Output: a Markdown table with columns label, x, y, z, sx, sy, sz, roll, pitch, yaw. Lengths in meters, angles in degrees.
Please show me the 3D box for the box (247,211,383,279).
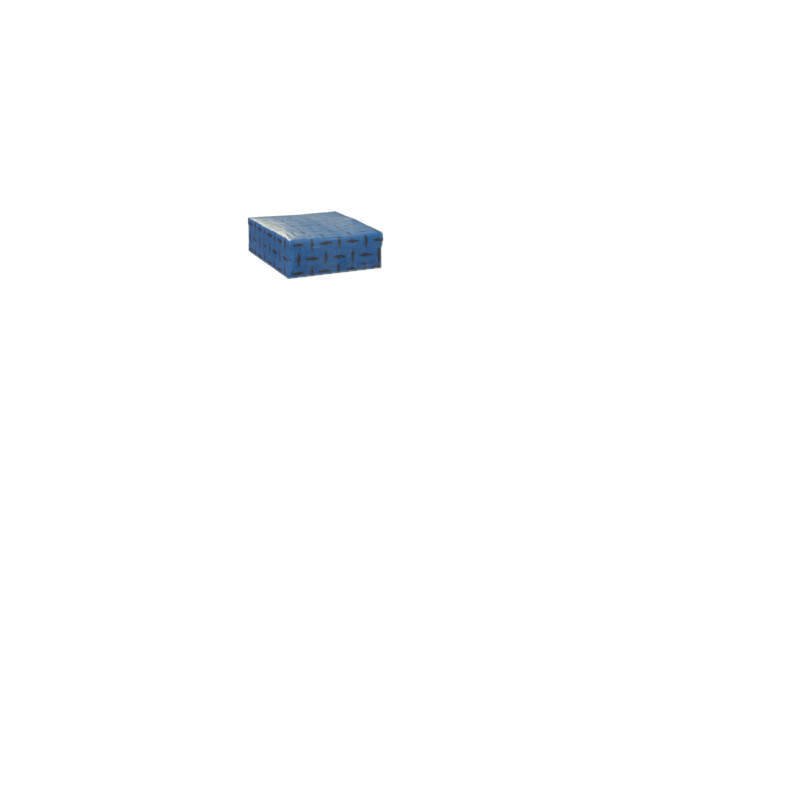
| label | x | y | z | sx | sy | sz | roll | pitch | yaw |
| --- | --- | --- | --- | --- | --- | --- | --- | --- | --- |
| box | -0.063 | -0.116 | 0.811 | 0.071 | 0.029 | 0.095 | -8 | 21 | -23 |
